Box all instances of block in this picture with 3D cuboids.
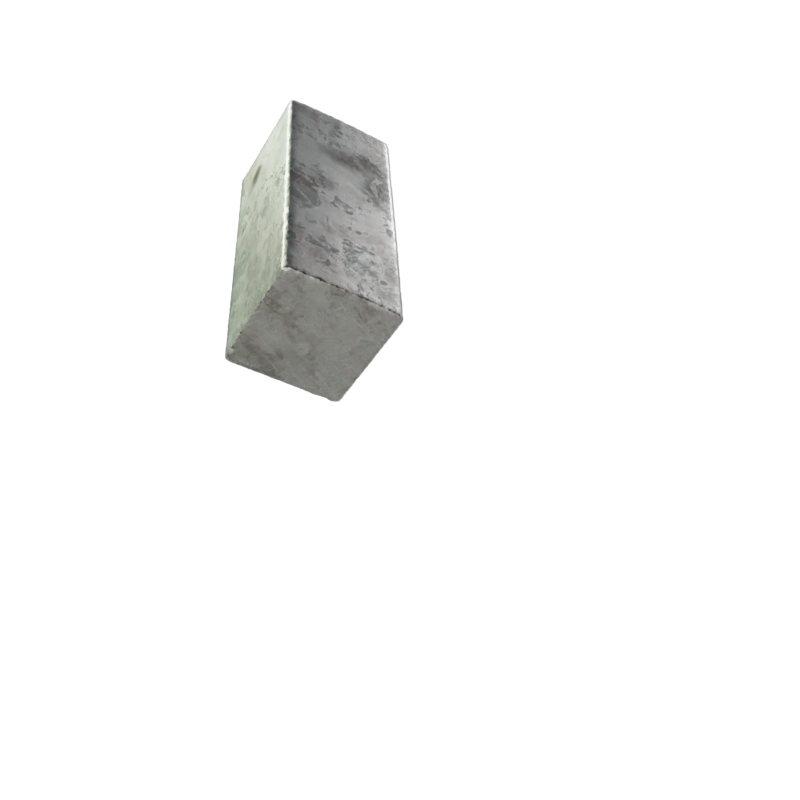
[{"bbox_3d":[-0.062,-0.114,0.799,0.087,0.221,0.088,22,-53,-22],"label":"block"}]
